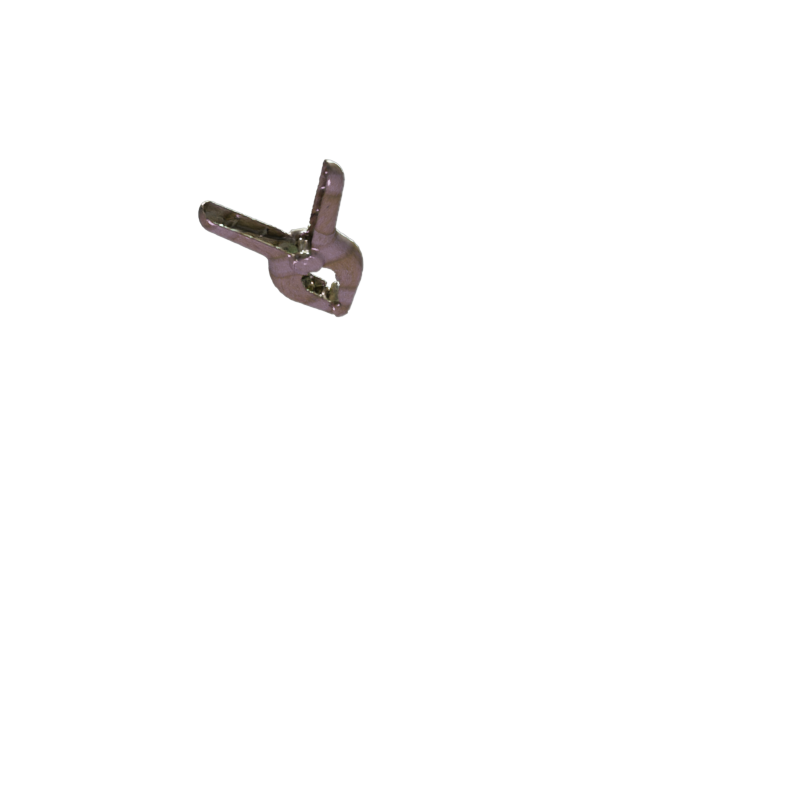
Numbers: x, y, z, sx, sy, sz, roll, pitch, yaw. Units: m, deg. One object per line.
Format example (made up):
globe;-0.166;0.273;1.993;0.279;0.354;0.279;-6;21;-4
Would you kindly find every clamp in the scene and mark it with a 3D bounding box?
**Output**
clamp;-0.071;-0.129;0.904;0.121;0.042;0.159;-16;-35;25
